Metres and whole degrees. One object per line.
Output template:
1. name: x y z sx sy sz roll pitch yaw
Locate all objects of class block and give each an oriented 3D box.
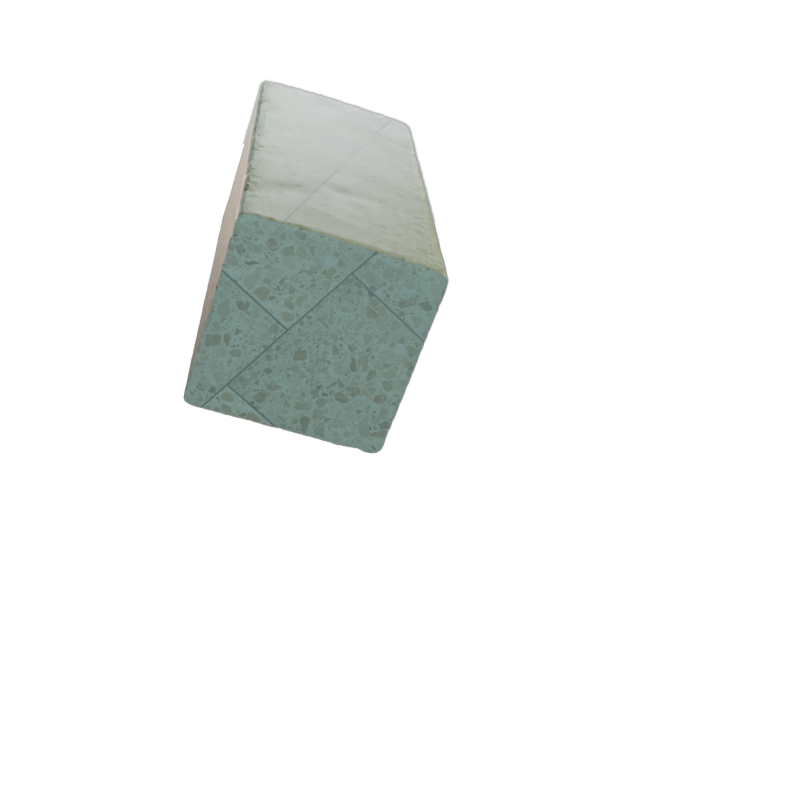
1. block: -0.042 -0.078 0.543 0.089 0.087 0.218 15 26 -12
